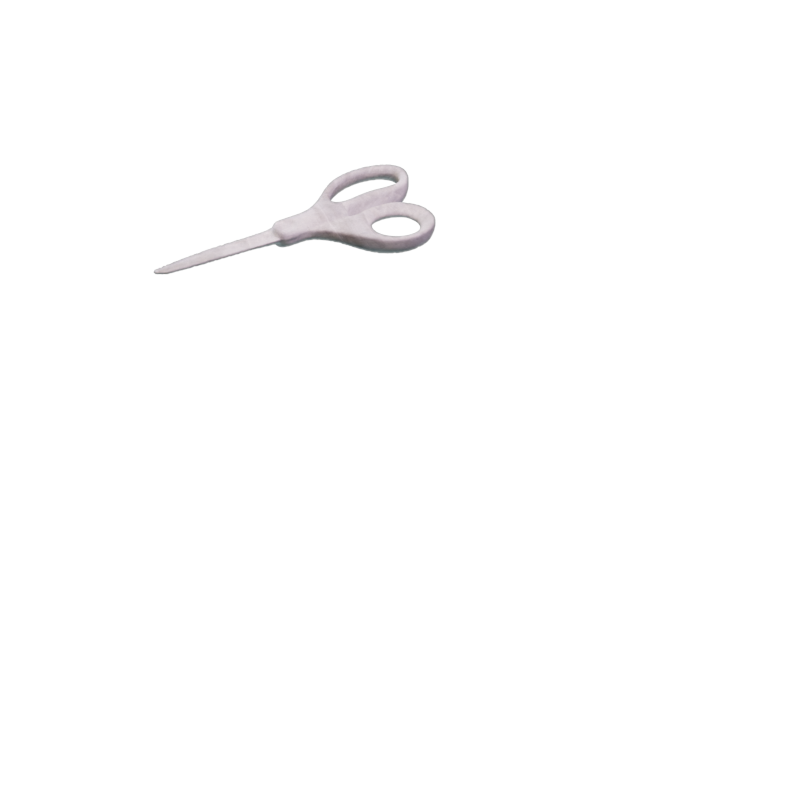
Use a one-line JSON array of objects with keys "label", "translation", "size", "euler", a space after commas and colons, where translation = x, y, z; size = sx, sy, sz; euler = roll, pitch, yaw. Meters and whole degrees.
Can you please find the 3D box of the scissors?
[{"label": "scissors", "translation": [-0.060, -0.109, 0.760], "size": [0.202, 0.015, 0.103], "euler": [-34, 54, -30]}]
